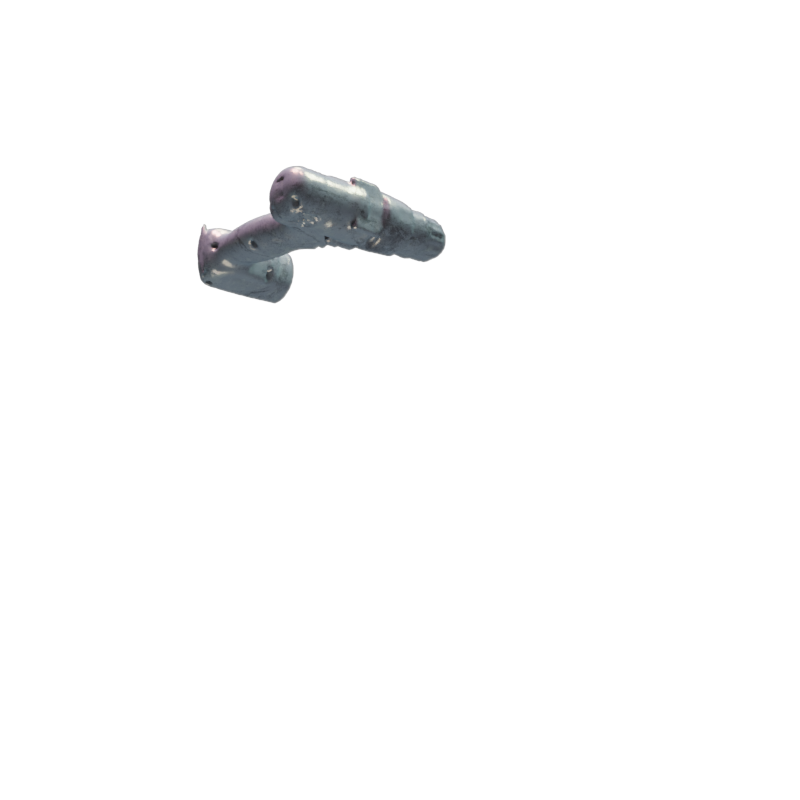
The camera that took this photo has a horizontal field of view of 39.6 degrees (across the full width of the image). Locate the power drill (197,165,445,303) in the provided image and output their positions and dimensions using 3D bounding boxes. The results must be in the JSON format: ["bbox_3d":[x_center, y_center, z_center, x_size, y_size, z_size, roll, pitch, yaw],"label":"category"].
[{"bbox_3d":[-0.078,-0.142,0.995,0.174,0.060,0.189,17,-25,-39],"label":"power drill"}]
